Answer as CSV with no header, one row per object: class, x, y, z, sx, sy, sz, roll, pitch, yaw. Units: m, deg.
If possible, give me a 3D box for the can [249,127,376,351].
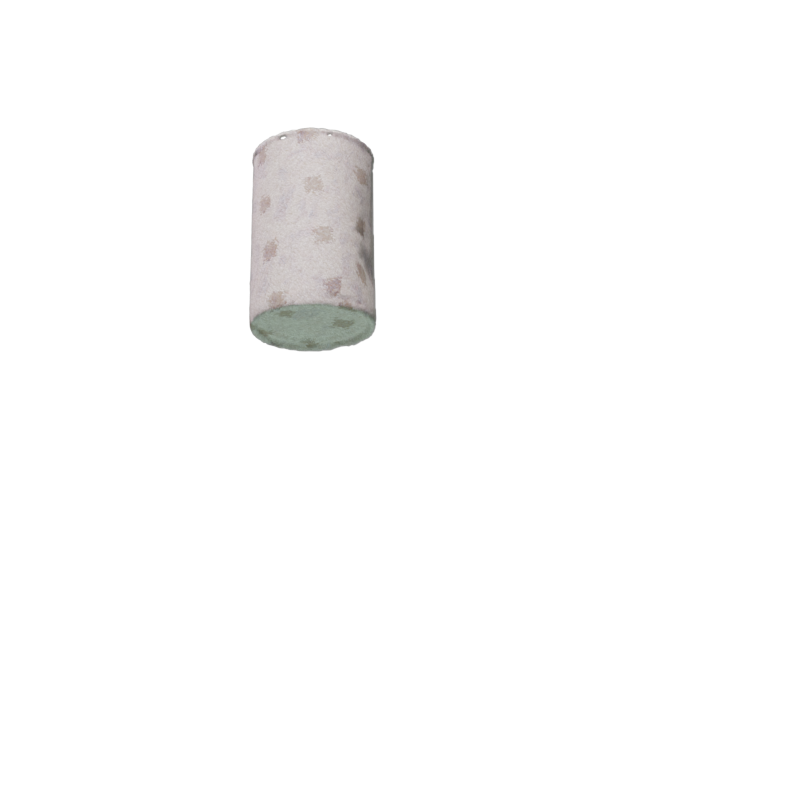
can,-0.047,-0.085,0.595,0.068,0.108,0.065,0,-24,-2
